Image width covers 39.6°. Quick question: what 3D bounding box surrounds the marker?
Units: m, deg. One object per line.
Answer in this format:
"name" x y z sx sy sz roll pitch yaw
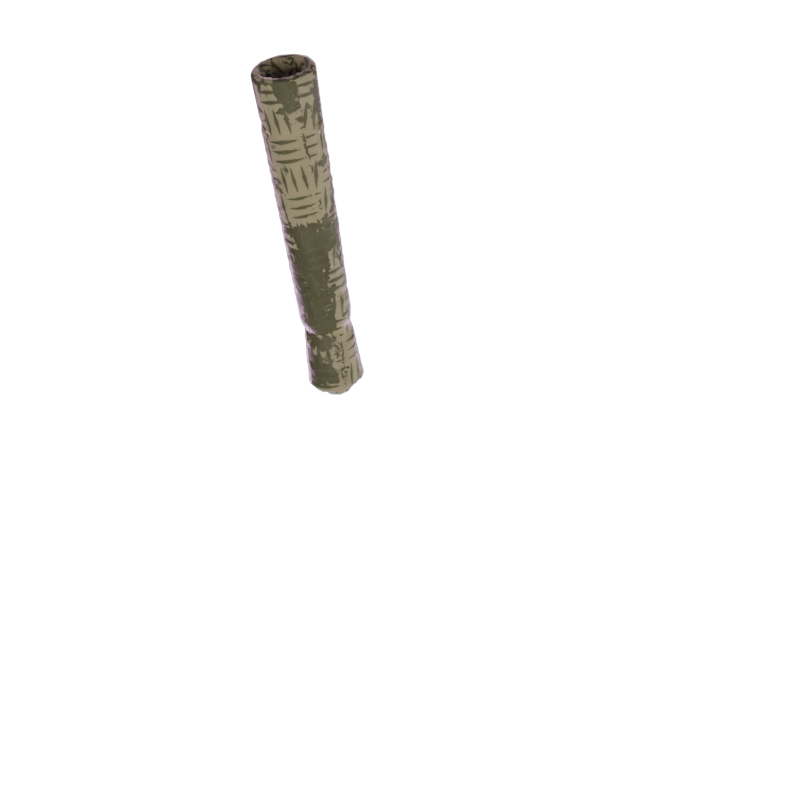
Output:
"marker" -0.027 -0.050 0.348 0.020 0.112 0.021 -6 36 2
